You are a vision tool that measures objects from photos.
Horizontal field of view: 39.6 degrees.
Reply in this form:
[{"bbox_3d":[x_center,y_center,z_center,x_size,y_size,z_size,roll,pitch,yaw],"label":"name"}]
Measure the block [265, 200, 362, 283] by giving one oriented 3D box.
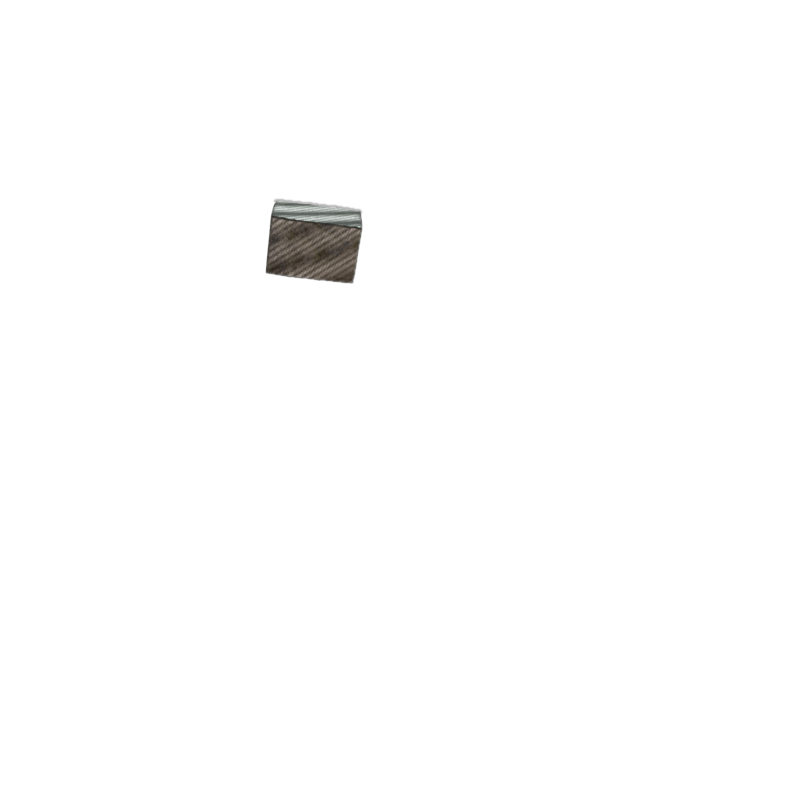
[{"bbox_3d":[-0.074,-0.135,0.947,0.077,0.051,0.054,7,22,-4],"label":"block"}]
